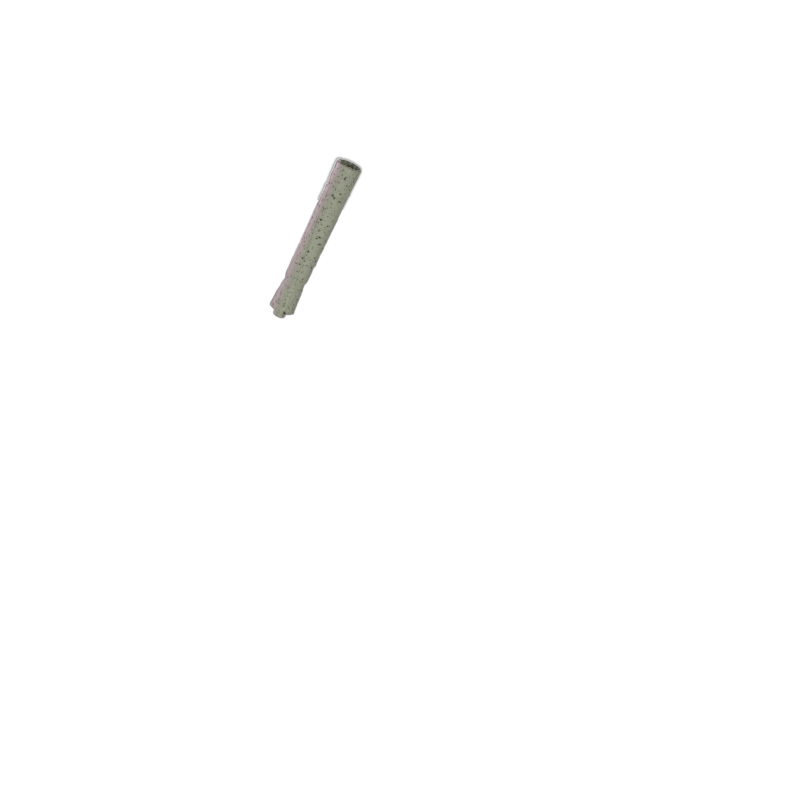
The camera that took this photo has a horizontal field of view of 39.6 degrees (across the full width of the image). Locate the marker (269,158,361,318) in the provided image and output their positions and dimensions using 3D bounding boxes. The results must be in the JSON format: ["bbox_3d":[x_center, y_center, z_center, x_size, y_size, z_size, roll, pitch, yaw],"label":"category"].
[{"bbox_3d":[-0.060,-0.109,0.762,0.019,0.117,0.021,23,20,-12],"label":"marker"}]
